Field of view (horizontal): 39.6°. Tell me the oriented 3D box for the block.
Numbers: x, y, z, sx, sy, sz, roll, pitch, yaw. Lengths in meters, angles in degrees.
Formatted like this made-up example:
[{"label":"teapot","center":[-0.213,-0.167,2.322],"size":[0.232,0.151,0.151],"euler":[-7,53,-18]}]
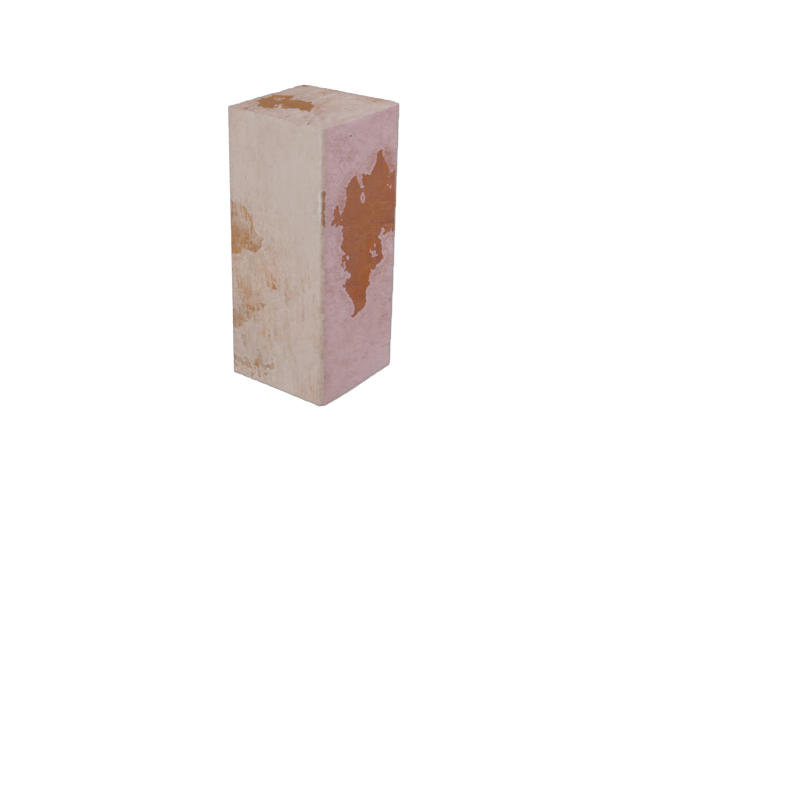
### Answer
[{"label":"block","center":[-0.063,-0.116,0.810],"size":[0.096,0.196,0.090],"euler":[17,28,33]}]
